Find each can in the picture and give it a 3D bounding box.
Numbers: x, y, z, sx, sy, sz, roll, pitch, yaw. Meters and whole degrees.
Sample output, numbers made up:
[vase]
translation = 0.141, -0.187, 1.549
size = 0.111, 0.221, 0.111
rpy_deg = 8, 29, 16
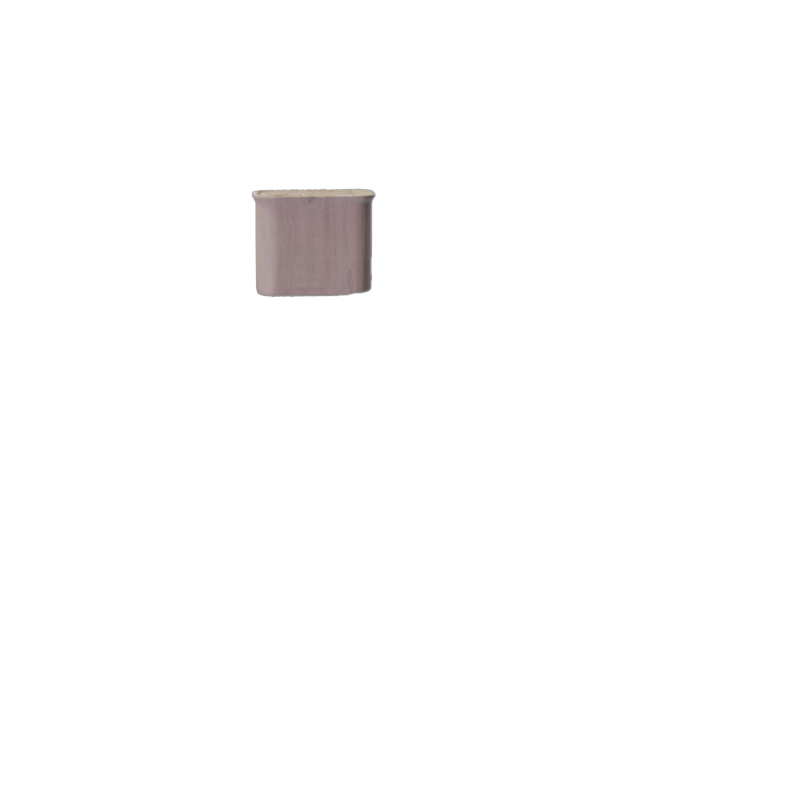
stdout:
[can]
translation = -0.072, -0.132, 0.925
size = 0.101, 0.082, 0.059
rpy_deg = -1, 11, -5
